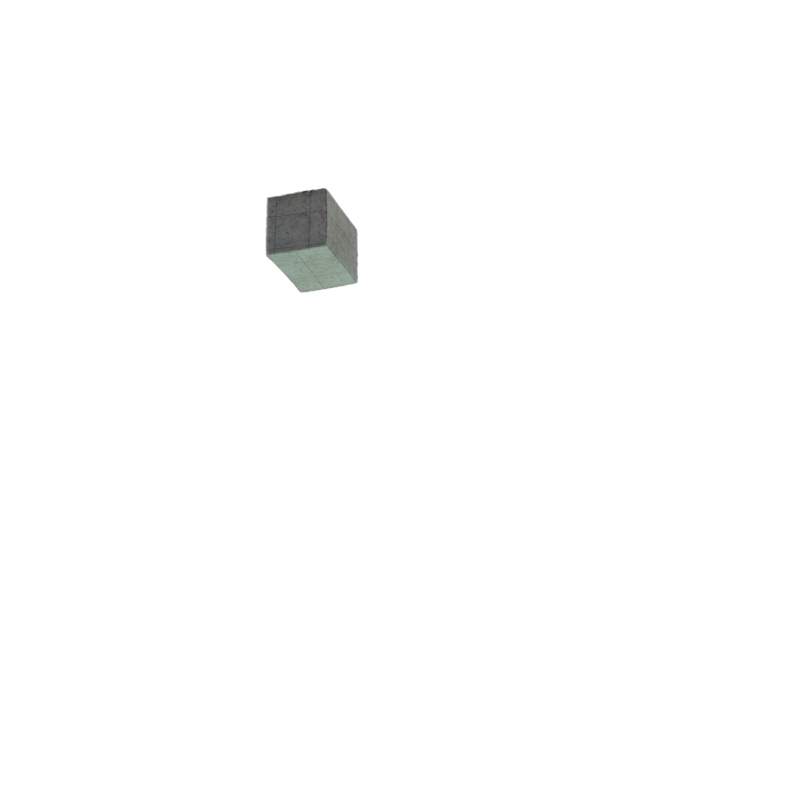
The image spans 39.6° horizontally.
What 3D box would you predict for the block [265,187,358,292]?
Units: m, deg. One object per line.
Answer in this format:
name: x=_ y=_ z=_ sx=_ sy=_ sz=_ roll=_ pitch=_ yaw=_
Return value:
block: x=-0.069 y=-0.127 z=0.888 sx=0.053 sy=0.054 sz=0.073 roll=-8 pitch=-23 yaw=16
